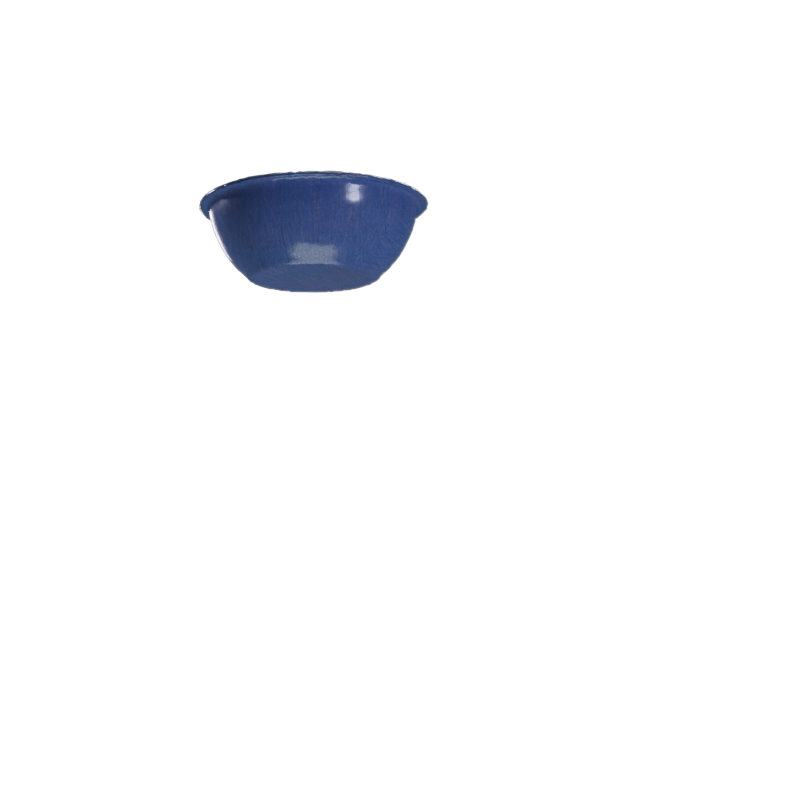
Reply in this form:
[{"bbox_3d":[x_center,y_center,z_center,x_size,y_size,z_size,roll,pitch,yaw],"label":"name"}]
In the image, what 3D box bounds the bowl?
[{"bbox_3d":[-0.061,-0.111,0.780,0.162,0.057,0.158,0,-8,-2],"label":"bowl"}]
